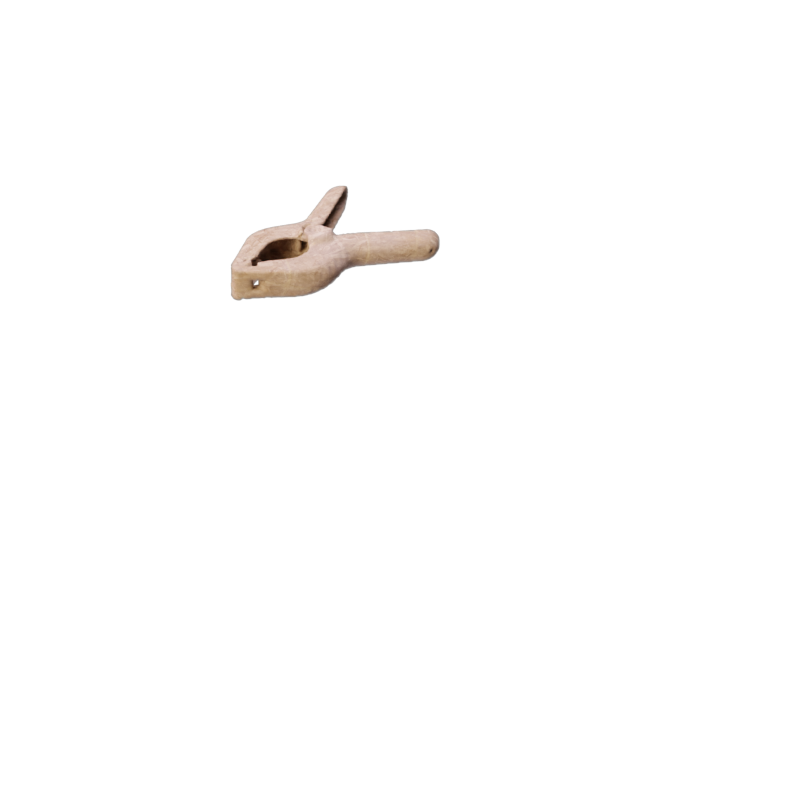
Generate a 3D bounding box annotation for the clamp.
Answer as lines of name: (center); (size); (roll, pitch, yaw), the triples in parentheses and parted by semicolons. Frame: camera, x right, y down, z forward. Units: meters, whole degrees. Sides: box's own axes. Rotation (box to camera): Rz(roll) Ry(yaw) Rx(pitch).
clamp: (-0.068, -0.125, 0.874); (0.169, 0.037, 0.129); (-19, 34, -30)
